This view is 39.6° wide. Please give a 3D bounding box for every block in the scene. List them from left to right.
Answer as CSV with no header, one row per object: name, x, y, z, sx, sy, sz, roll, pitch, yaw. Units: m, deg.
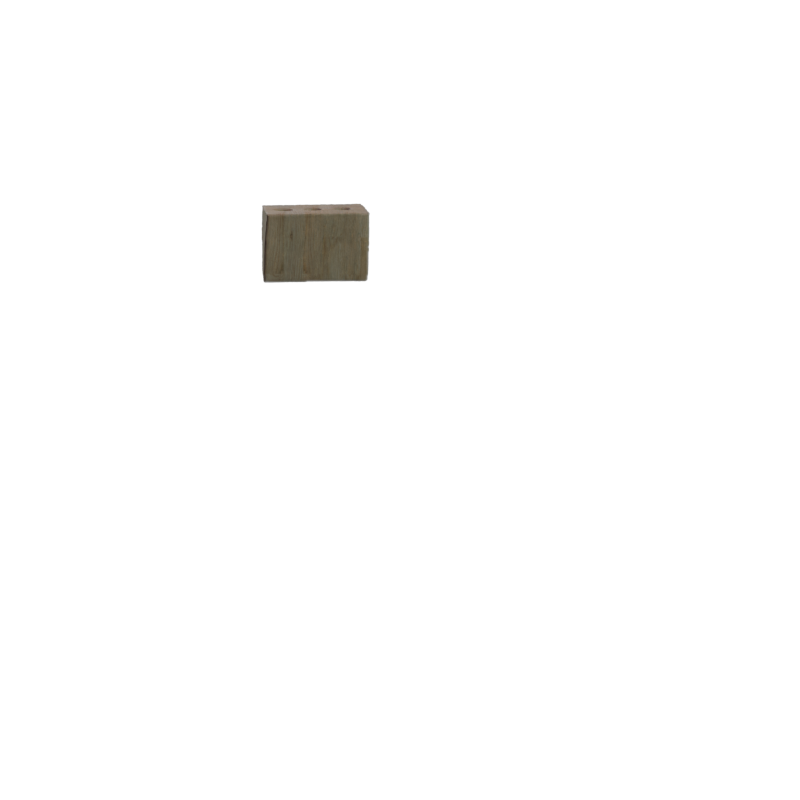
block,-0.065,-0.118,0.829,0.077,0.050,0.055,-2,15,-7
